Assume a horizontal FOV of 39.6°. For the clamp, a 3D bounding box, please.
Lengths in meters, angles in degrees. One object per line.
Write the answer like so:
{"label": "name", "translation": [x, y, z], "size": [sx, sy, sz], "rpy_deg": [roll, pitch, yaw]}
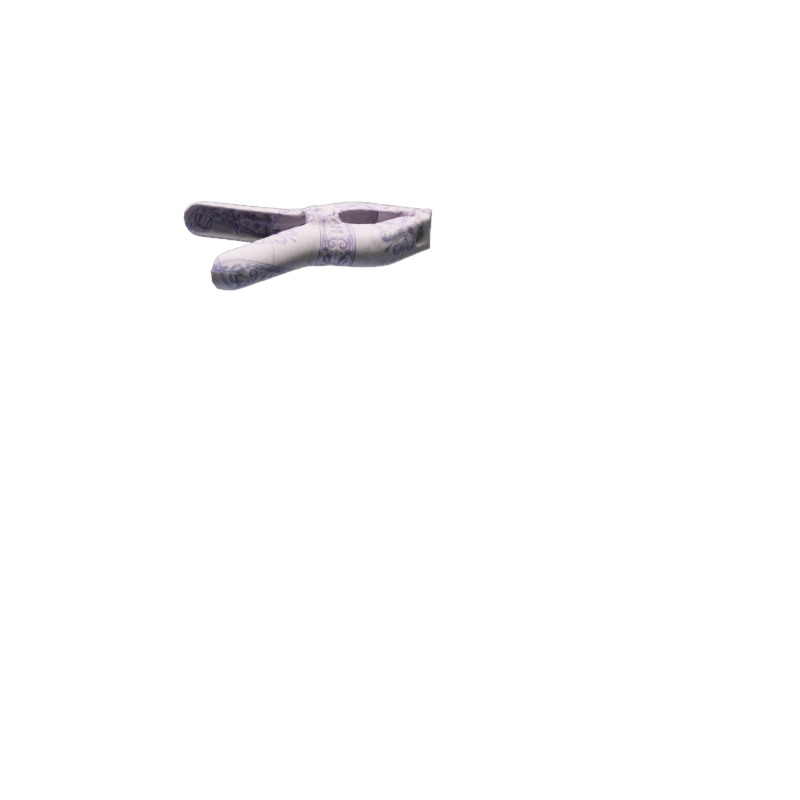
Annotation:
{"label": "clamp", "translation": [-0.058, -0.106, 0.740], "size": [0.170, 0.037, 0.129], "rpy_deg": [-4, 33, -7]}
